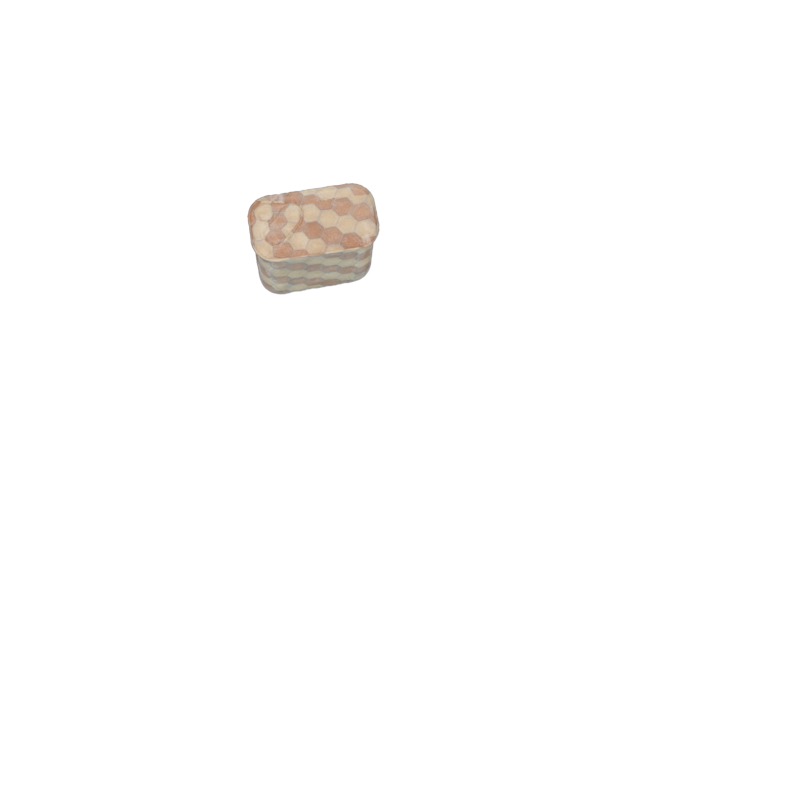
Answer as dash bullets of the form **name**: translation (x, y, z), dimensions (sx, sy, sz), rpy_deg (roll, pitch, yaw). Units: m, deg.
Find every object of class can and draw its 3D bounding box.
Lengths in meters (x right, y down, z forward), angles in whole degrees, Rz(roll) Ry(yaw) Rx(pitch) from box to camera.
- **can**: translation (-0.071, -0.130, 0.908), dimensions (0.101, 0.060, 0.080), rpy_deg (-9, -17, -5)
